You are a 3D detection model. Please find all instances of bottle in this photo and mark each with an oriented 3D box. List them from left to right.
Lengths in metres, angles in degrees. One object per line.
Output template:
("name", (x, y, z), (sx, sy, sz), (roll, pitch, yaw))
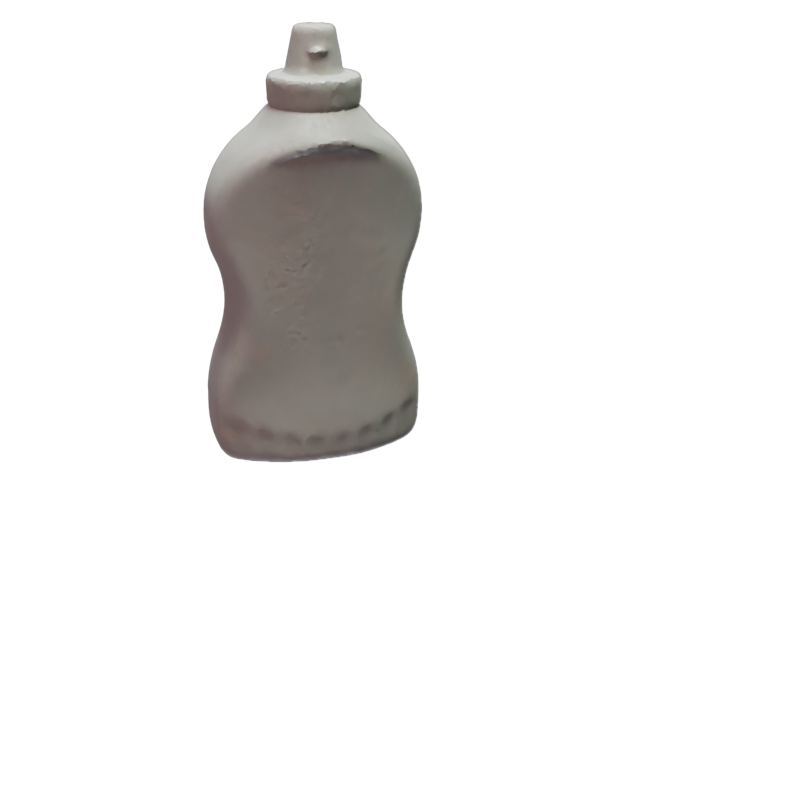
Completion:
("bottle", (-0.038, -0.070, 0.493), (0.094, 0.184, 0.062), (-4, 20, -14))
